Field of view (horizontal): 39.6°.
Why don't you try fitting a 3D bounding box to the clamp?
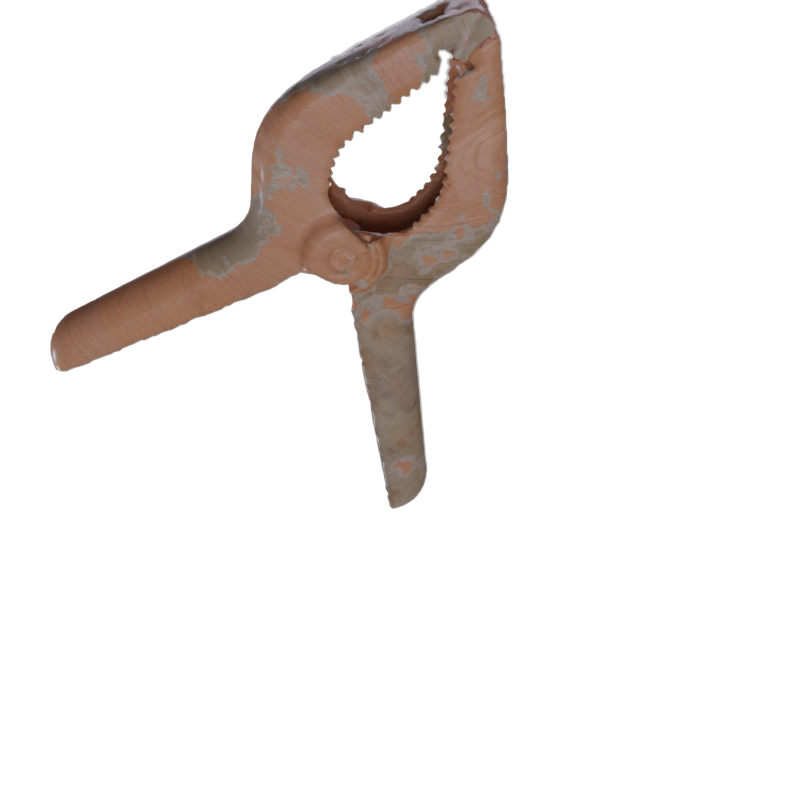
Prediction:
[{"bbox_3d":[-0.033,-0.059,0.416,0.161,0.202,0.039,19,28,-11],"label":"clamp"}]
